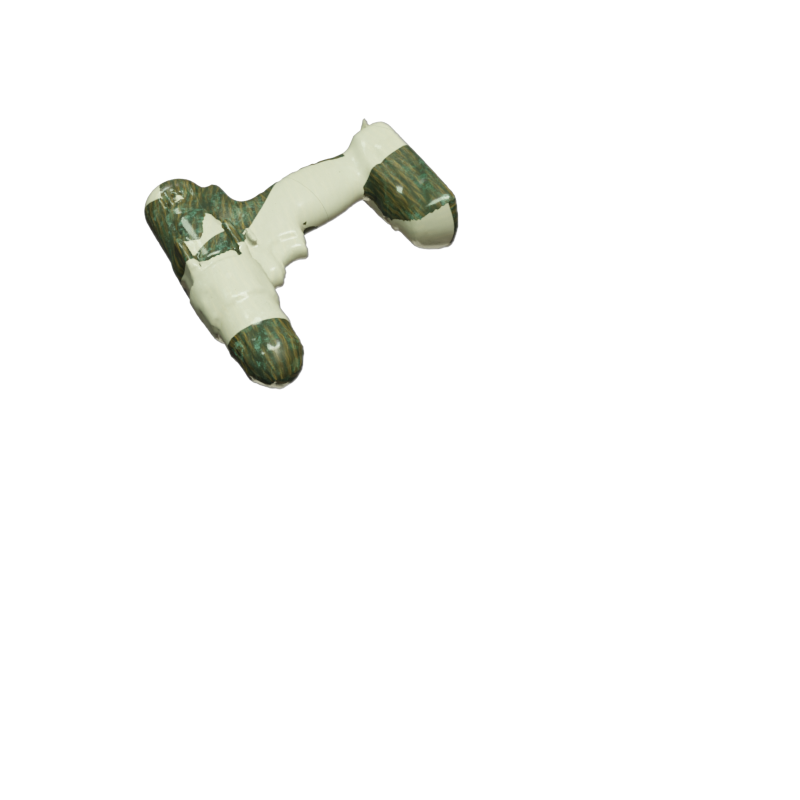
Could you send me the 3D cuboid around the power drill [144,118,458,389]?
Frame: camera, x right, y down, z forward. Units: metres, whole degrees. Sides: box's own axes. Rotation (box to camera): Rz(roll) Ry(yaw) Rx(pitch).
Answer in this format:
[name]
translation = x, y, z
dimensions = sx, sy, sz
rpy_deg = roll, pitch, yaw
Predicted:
[power drill]
translation = -0.058, -0.106, 0.743
dimensions = 0.186, 0.199, 0.053
rpy_deg = -24, -35, -19
